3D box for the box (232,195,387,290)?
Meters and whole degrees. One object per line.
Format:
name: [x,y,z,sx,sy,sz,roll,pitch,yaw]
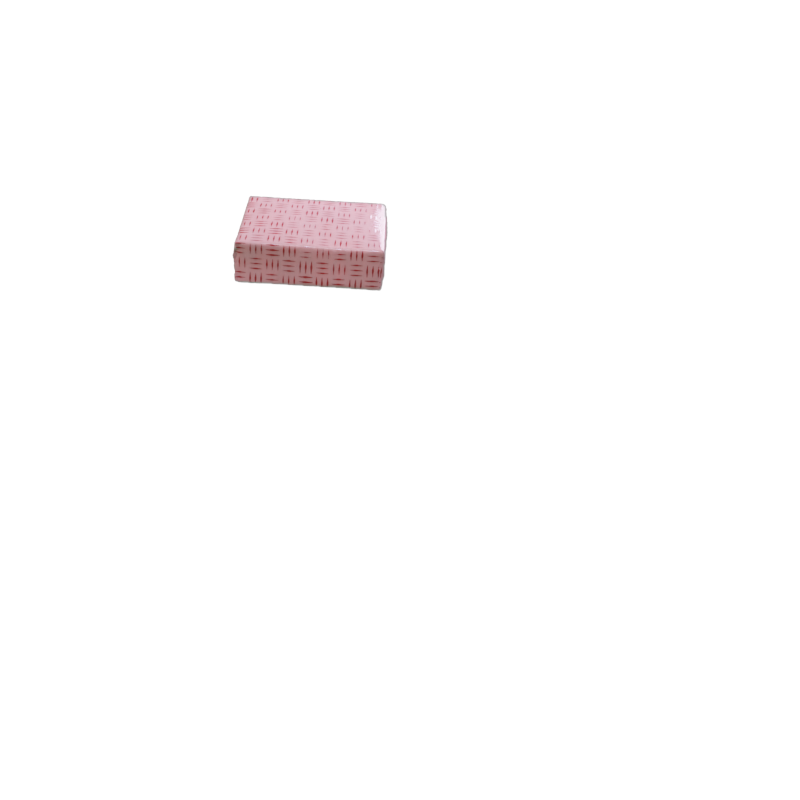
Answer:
box: [-0.067,-0.122,0.853,0.114,0.037,0.095,1,30,2]
